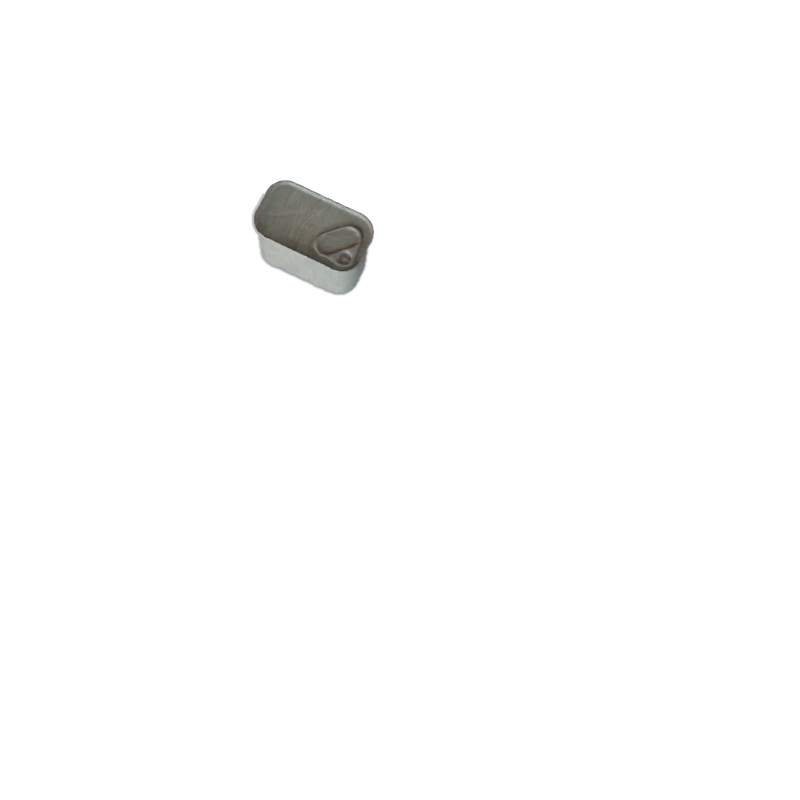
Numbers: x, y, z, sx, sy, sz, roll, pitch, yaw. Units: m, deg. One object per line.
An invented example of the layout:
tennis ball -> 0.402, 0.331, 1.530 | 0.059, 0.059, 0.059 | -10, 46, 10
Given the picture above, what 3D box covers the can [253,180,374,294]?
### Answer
can -> -0.077, -0.141, 0.985 | 0.104, 0.059, 0.081 | 26, -14, 6
